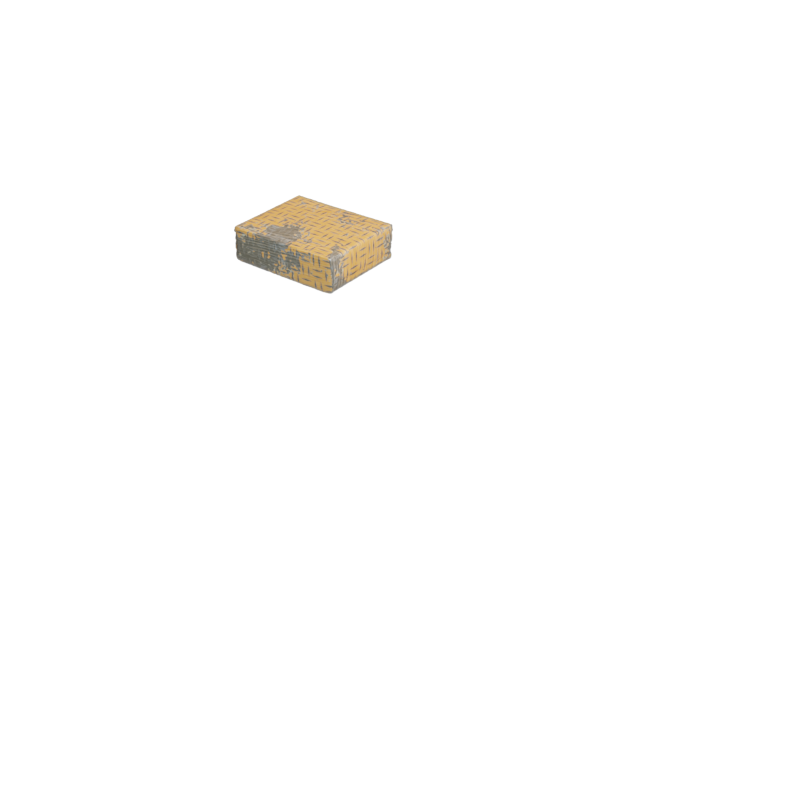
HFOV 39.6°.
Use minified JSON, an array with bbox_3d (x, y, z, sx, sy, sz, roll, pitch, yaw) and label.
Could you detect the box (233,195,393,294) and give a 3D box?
[{"bbox_3d":[-0.077,-0.141,0.988,0.120,0.037,0.090,23,39,31],"label":"box"}]
